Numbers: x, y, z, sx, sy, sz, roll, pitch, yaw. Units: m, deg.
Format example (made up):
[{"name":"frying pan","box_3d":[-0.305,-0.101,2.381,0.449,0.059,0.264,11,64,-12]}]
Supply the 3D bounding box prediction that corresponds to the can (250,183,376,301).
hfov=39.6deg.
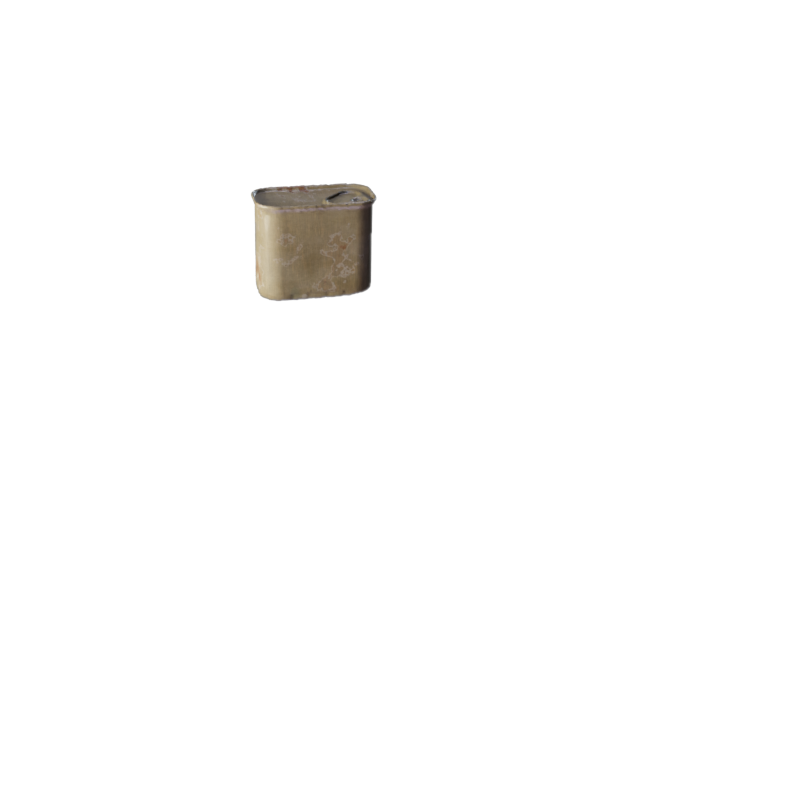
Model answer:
[{"name":"can","box_3d":[-0.073,-0.133,0.932,0.101,0.080,0.061,-4,23,-12]}]
